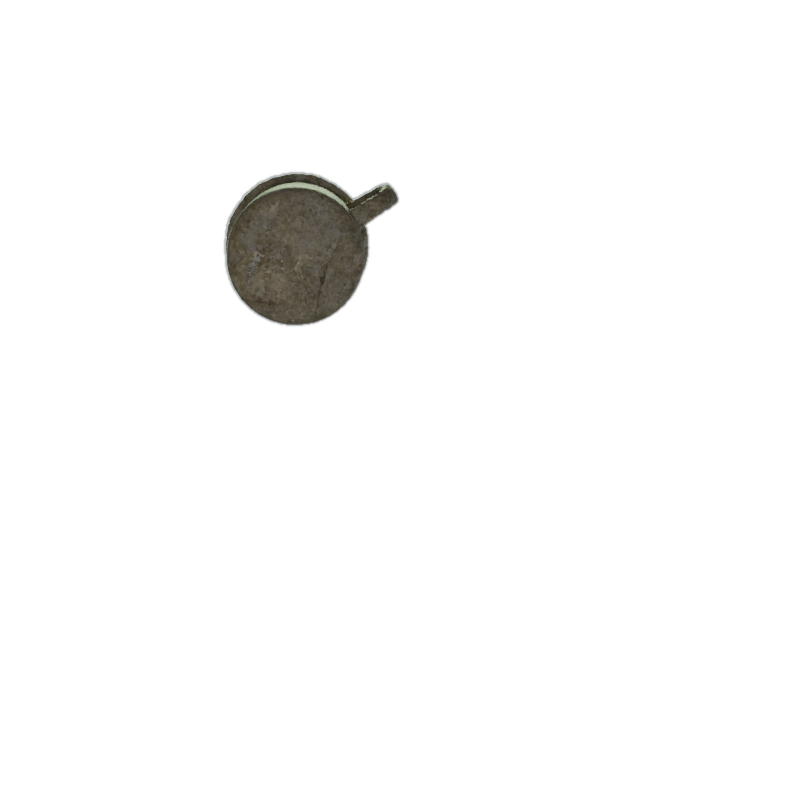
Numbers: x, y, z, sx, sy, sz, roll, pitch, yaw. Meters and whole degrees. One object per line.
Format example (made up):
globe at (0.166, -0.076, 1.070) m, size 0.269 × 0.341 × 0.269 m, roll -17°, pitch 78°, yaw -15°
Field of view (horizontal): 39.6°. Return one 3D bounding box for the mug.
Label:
mug at (-0.053, -0.097, 0.678) m, size 0.117 × 0.092 × 0.083 m, roll -28°, pitch 9°, yaw 2°
